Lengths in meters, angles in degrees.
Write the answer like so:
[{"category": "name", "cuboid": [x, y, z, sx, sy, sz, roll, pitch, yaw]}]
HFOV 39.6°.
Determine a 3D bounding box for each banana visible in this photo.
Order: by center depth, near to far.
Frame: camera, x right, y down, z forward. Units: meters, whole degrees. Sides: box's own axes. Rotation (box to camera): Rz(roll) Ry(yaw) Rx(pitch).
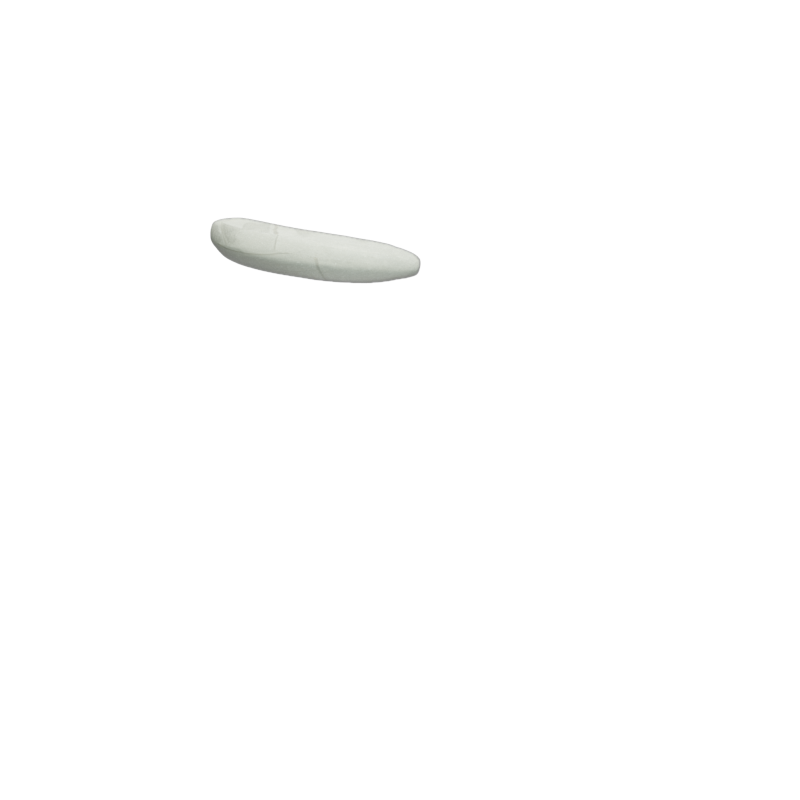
[{"category": "banana", "cuboid": [-0.083, -0.122, 0.878, 0.208, 0.035, 0.069, 16, 28, 32]}]
